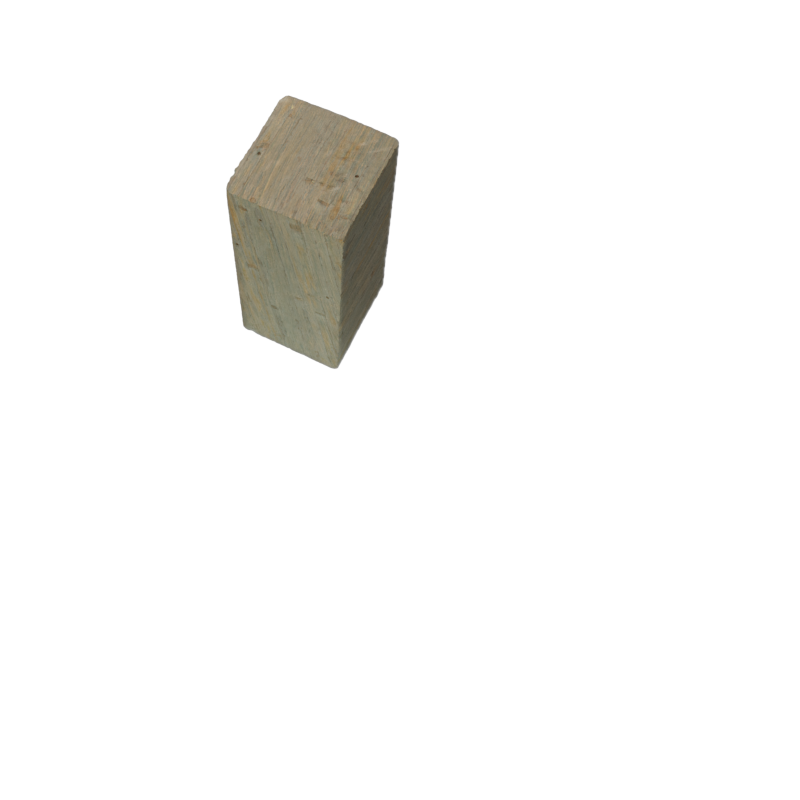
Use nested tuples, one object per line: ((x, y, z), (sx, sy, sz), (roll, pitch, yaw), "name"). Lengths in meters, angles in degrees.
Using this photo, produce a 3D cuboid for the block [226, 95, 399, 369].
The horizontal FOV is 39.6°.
((-0.065, -0.118, 0.822), (0.092, 0.094, 0.195), (25, -23, 7), "block")
